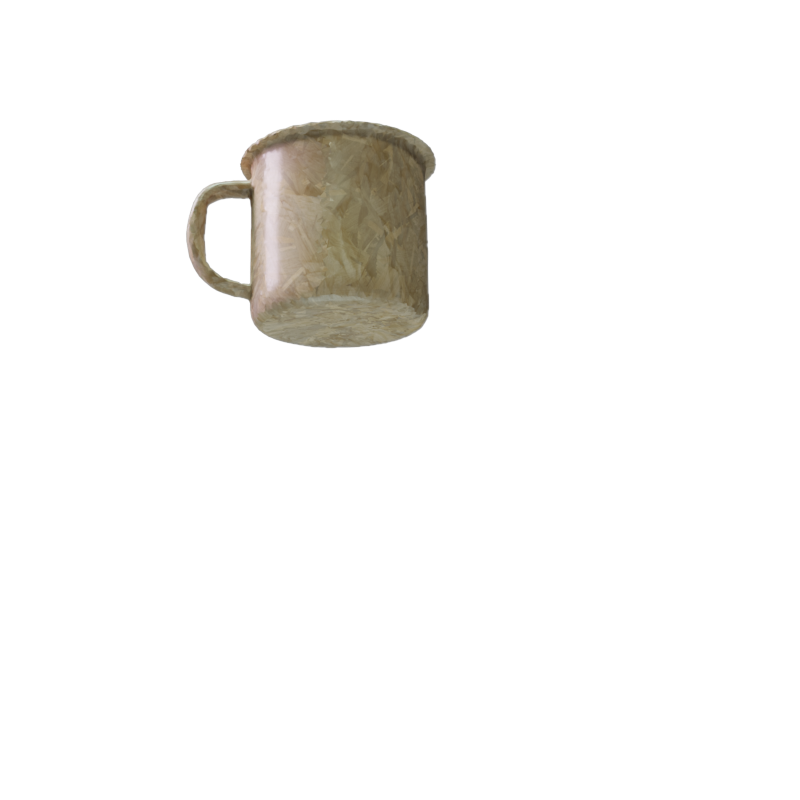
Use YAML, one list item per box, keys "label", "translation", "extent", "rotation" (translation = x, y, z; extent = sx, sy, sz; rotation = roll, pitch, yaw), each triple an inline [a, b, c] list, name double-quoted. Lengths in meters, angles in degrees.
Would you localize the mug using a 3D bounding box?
- label: "mug"
  translation: [-0.040, -0.073, 0.513]
  extent: [0.115, 0.085, 0.091]
  rotation: [2, -17, -10]
